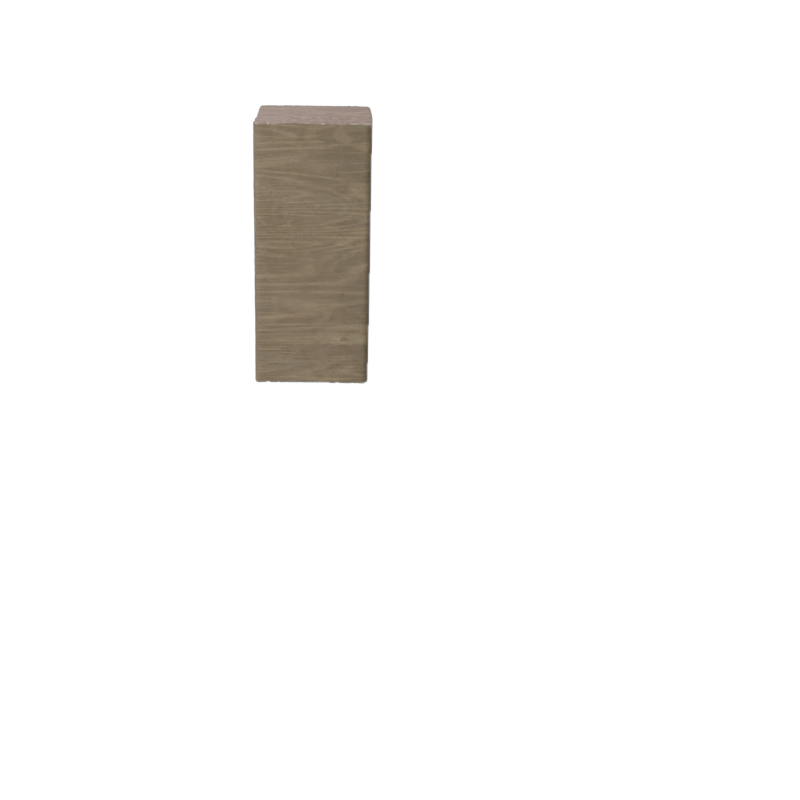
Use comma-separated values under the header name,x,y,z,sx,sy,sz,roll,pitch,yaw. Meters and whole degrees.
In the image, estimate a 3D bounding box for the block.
name,x,y,z,sx,sy,sz,roll,pitch,yaw
block,-0.069,-0.127,0.886,0.091,0.198,0.094,1,18,-1
